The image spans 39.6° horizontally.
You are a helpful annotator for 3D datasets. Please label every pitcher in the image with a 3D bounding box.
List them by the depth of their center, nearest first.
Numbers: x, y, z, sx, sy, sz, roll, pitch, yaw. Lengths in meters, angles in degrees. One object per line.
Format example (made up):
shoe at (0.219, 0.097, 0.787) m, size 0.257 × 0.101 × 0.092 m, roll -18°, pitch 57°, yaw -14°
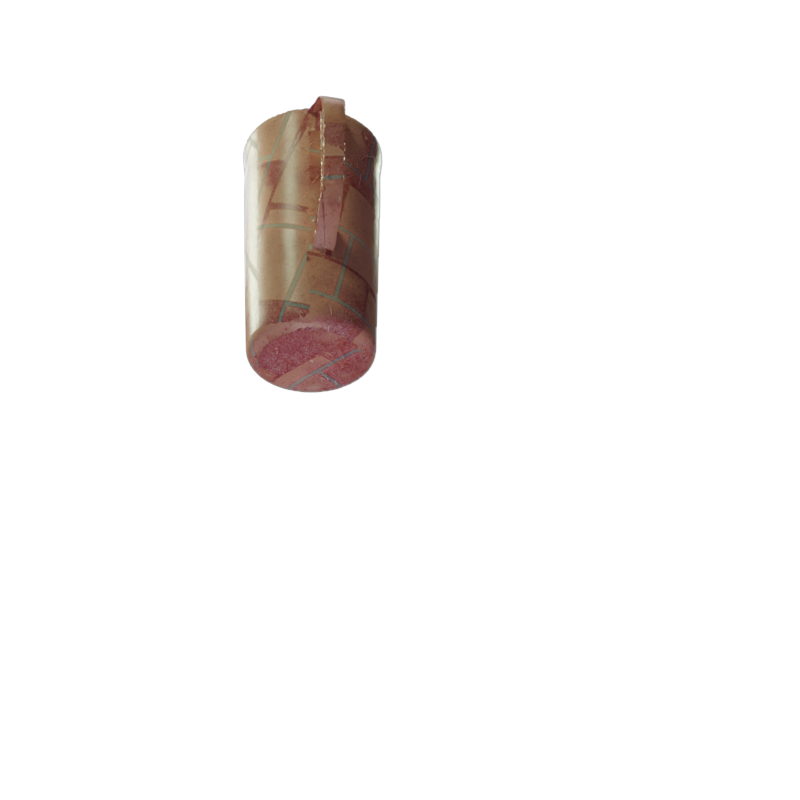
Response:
pitcher at (-0.076, -0.139, 0.977) m, size 0.146 × 0.261 × 0.138 m, roll -22°, pitch -42°, yaw 23°
